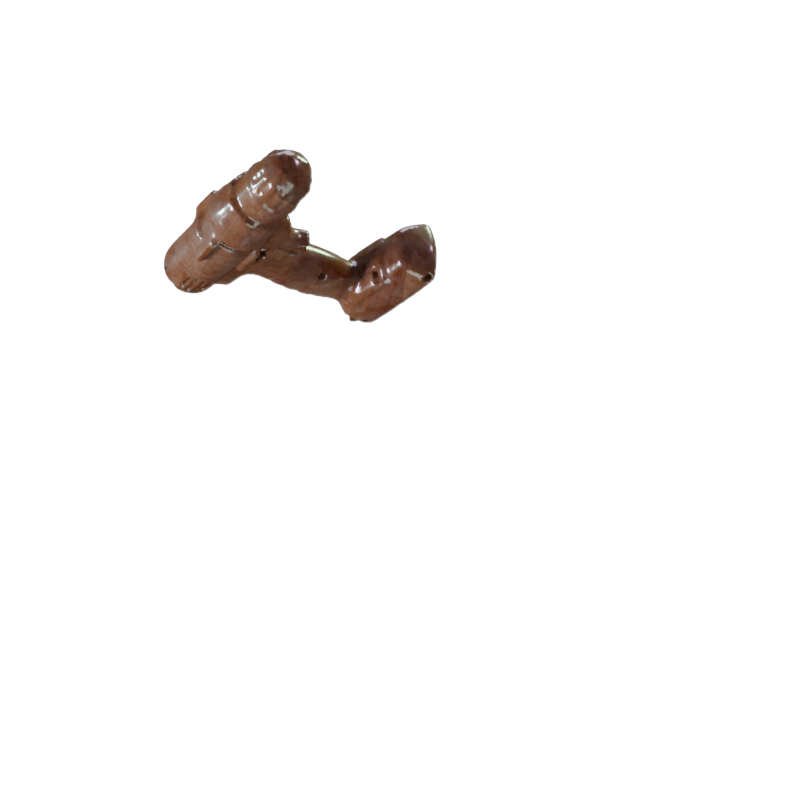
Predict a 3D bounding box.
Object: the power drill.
[{"bbox_3d":[-0.067,-0.123,0.859,0.179,0.061,0.183,14,-26,-31],"label":"power drill"}]
